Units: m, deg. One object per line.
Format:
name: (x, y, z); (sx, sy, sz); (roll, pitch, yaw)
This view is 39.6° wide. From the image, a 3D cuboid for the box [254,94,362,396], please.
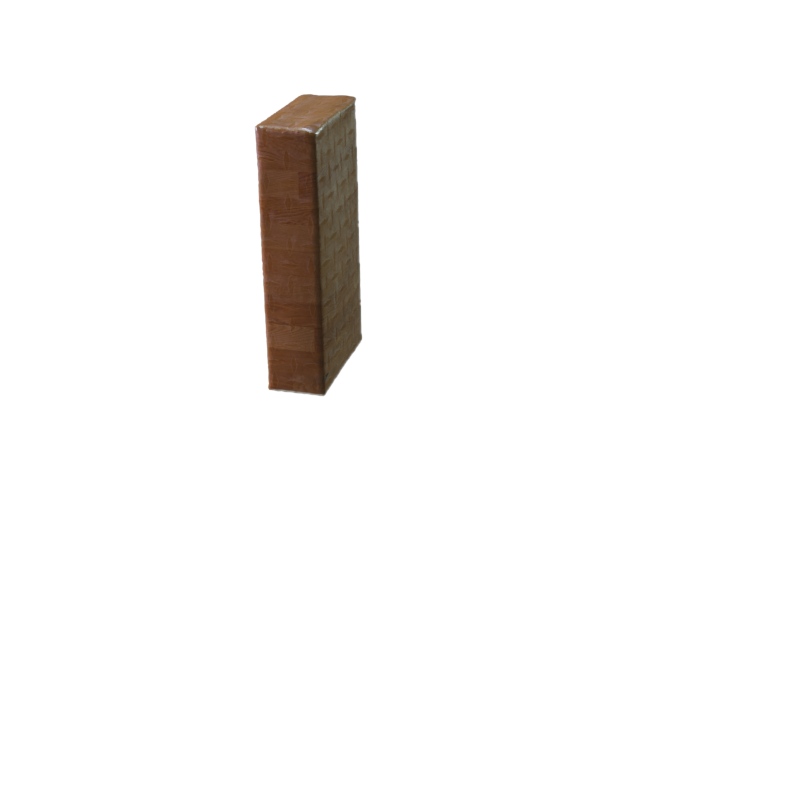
box: (-0.056, -0.103, 0.721); (0.049, 0.168, 0.096); (7, 24, 12)
